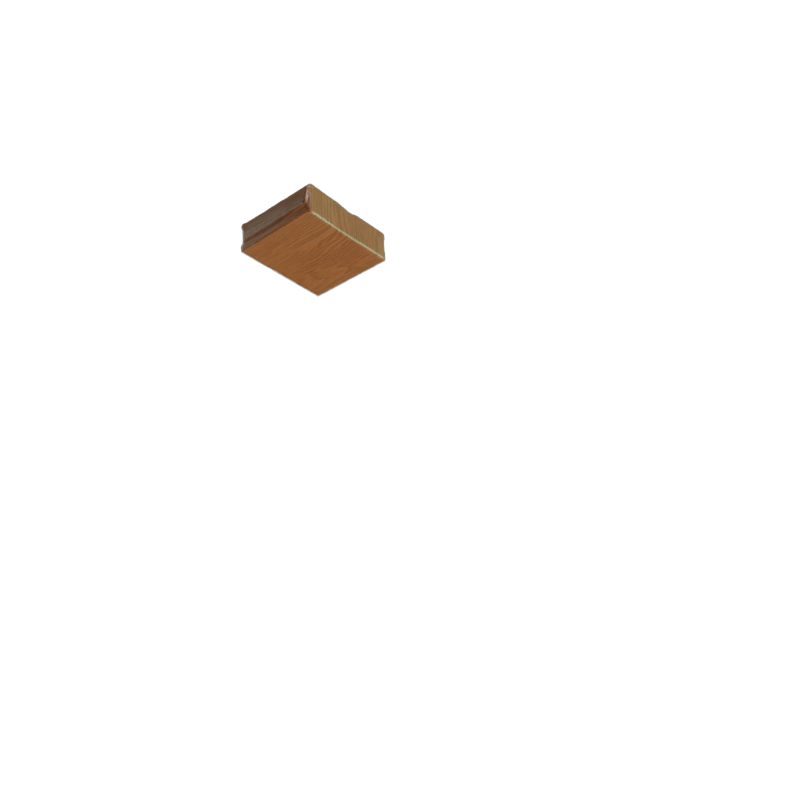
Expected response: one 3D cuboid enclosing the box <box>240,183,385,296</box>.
[{"bbox_3d":[-0.067,-0.122,0.855,0.073,0.032,0.083,-26,-41,34],"label":"box"}]
